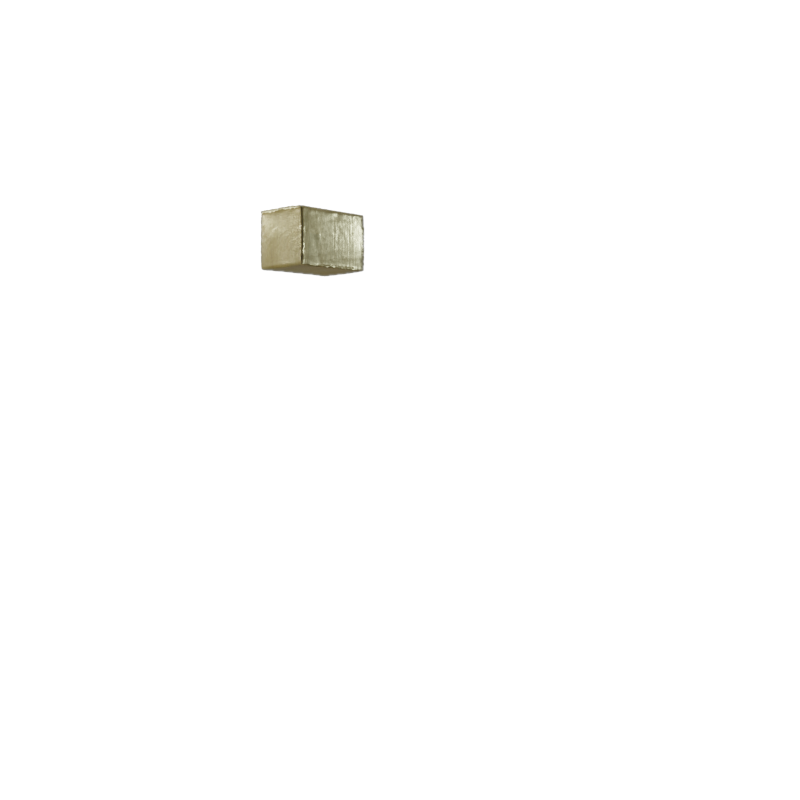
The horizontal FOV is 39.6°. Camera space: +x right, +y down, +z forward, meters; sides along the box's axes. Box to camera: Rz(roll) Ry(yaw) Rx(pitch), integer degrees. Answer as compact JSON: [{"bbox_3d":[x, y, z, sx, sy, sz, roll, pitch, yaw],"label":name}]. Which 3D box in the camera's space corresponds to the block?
[{"bbox_3d":[-0.075,-0.137,0.959,0.054,0.052,0.074,-4,-4,43],"label":"block"}]
